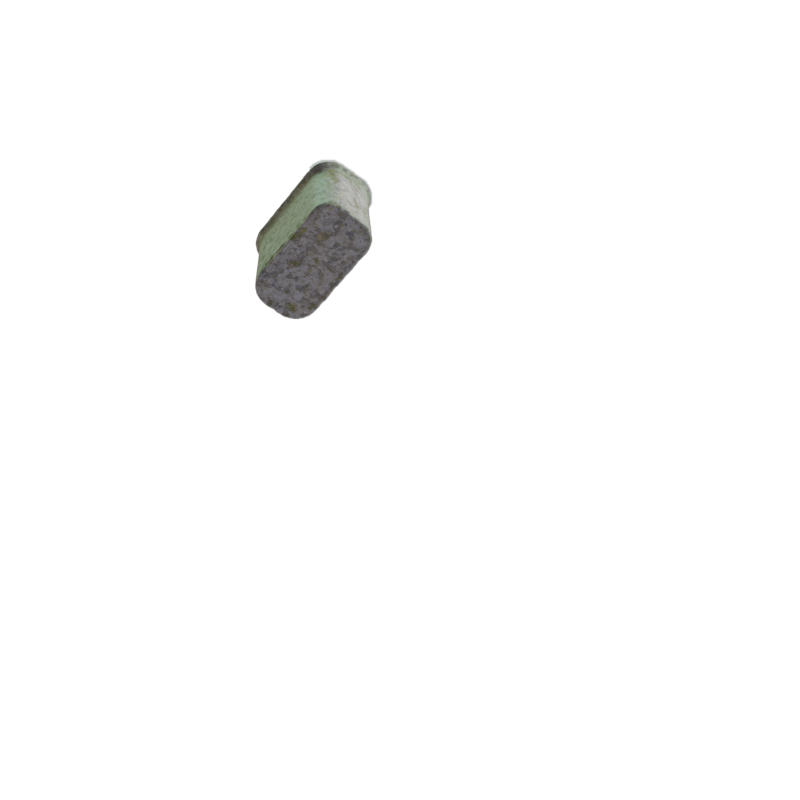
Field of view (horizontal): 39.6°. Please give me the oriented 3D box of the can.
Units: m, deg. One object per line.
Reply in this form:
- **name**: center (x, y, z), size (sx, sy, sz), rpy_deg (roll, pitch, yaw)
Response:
- **can**: center (-0.066, -0.120, 0.841), size (0.055, 0.100, 0.089), rpy_deg (35, 21, -20)
